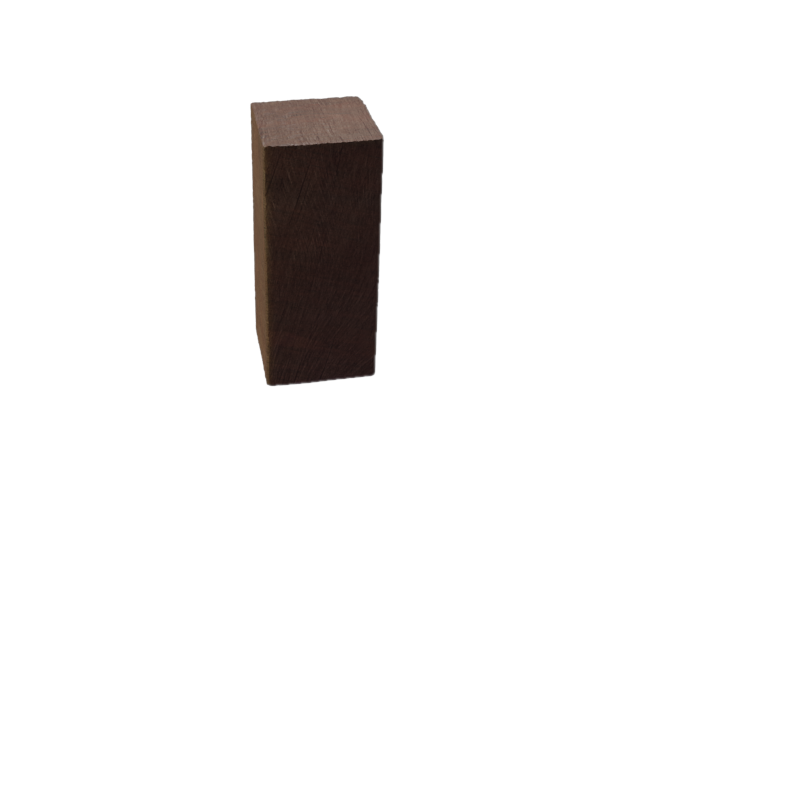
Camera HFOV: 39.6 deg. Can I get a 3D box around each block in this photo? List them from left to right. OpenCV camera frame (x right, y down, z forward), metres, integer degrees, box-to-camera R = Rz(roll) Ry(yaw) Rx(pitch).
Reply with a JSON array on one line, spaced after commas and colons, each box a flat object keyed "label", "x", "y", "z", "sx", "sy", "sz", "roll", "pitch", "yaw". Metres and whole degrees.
[{"label": "block", "x": -0.068, "y": -0.124, "z": 0.872, "sx": 0.089, "sy": 0.194, "sz": 0.097, "roll": -4, "pitch": 31, "yaw": -11}]
